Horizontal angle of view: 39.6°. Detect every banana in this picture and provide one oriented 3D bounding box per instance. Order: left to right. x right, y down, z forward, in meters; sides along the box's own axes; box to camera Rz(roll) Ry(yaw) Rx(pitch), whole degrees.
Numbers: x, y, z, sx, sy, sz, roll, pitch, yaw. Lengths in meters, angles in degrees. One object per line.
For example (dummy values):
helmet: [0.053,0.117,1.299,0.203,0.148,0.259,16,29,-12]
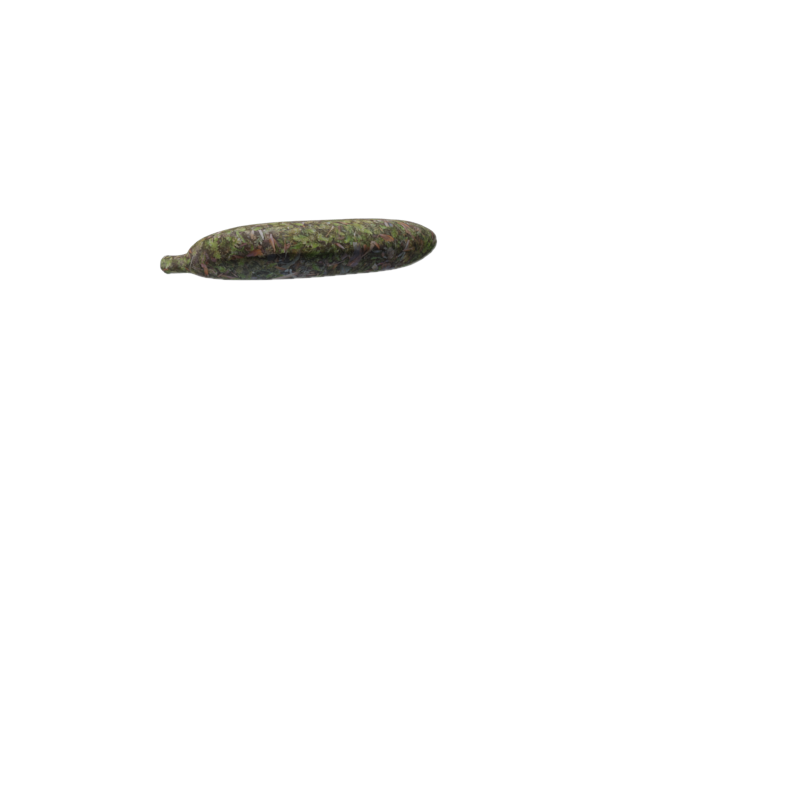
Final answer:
banana: [-0.054,-0.102,0.730,0.193,0.036,0.073,-6,15,-21]
